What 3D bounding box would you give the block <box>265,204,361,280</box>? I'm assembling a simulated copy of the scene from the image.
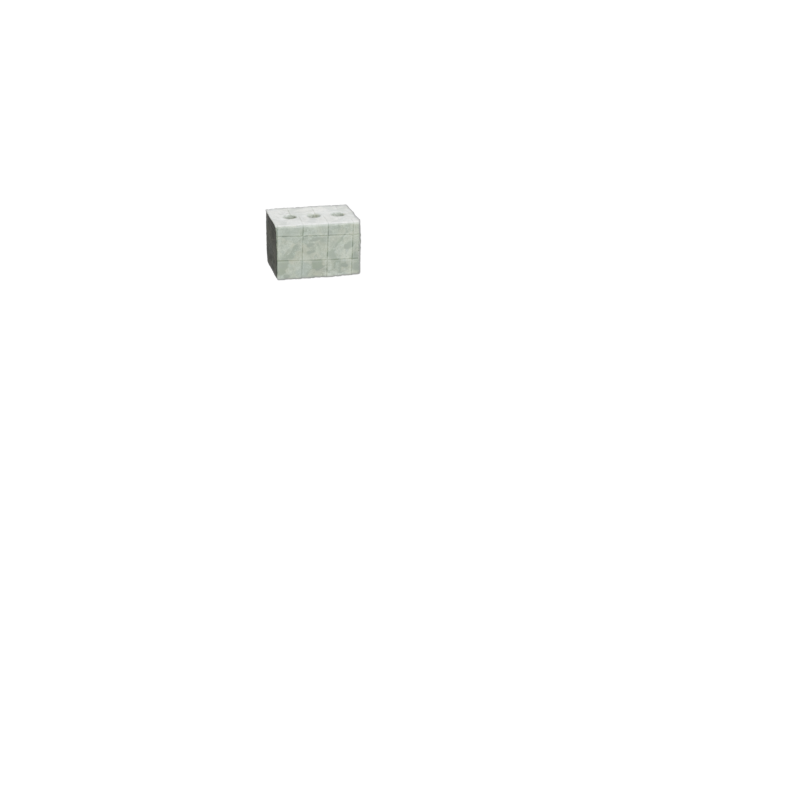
[{"bbox_3d":[-0.077,-0.141,0.988,0.077,0.049,0.056,-5,23,-13],"label":"block"}]
